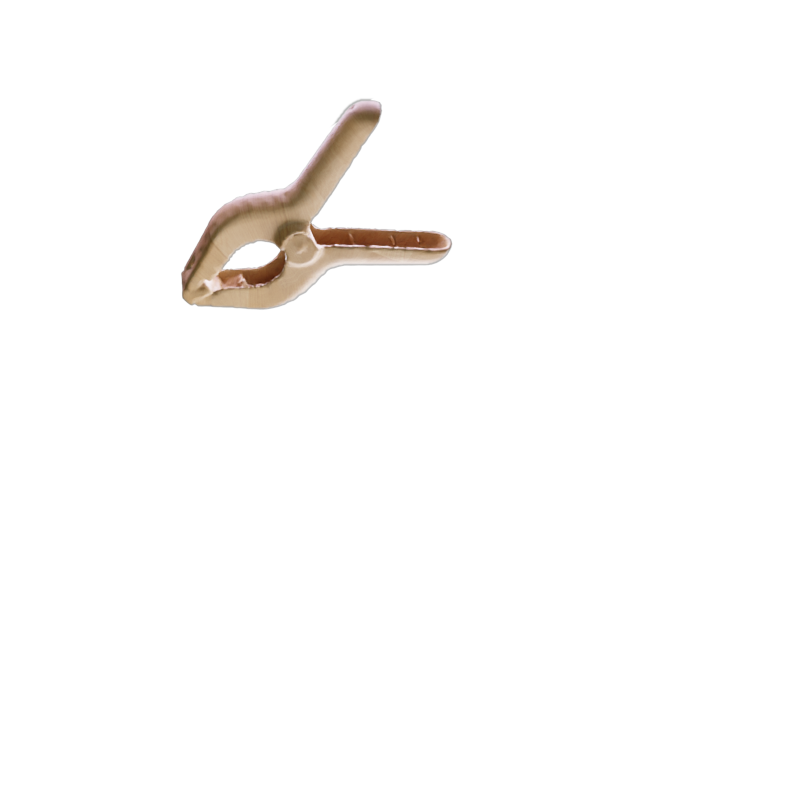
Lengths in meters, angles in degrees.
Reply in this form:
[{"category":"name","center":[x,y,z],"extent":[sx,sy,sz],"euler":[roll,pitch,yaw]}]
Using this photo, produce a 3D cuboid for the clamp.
[{"category":"clamp","center":[-0.055,-0.100,0.698],"extent":[0.171,0.114,0.042],"euler":[-31,24,15]}]
